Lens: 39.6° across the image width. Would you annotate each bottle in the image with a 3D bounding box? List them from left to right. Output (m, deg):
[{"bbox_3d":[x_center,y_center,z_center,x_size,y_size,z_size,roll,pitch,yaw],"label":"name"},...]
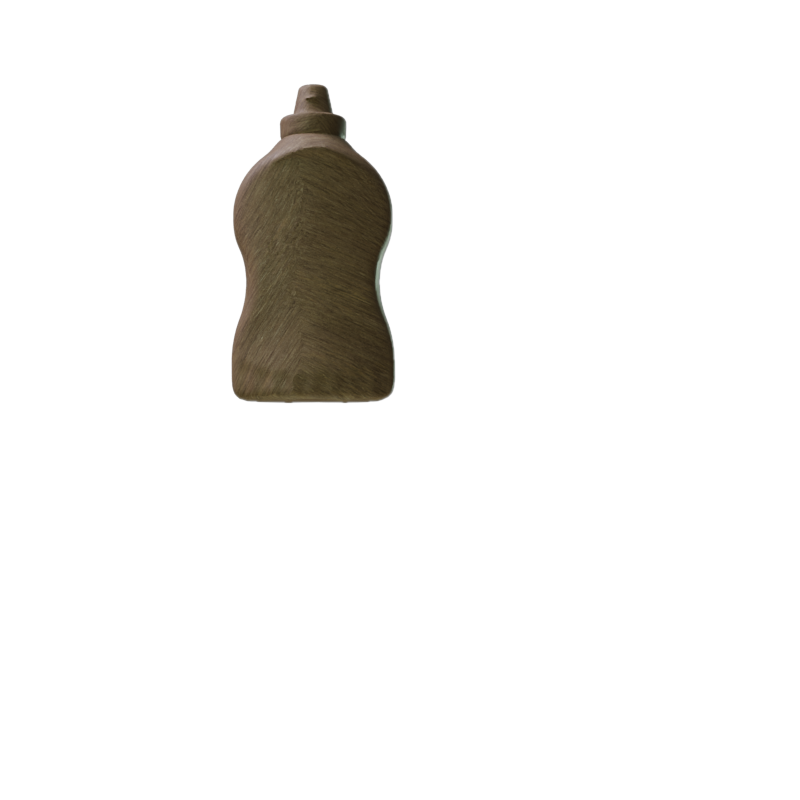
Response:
[{"bbox_3d":[-0.052,-0.095,0.668,0.096,0.196,0.057,-1,-8,1],"label":"bottle"}]
